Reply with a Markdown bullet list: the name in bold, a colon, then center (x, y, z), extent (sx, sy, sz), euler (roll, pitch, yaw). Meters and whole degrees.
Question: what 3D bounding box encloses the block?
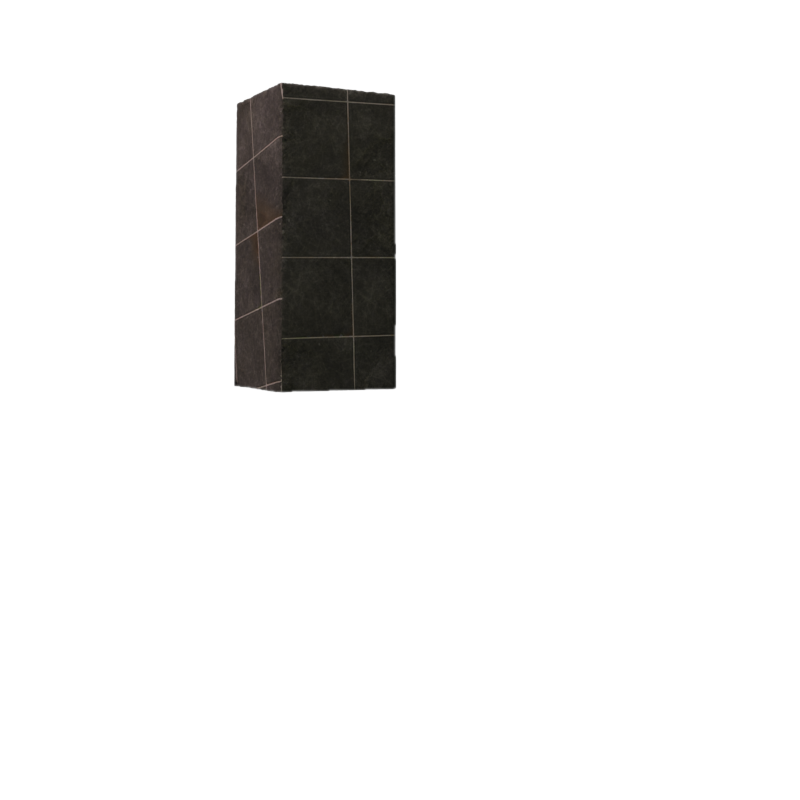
- **block**: center (-0.062, -0.113, 0.790), extent (0.088, 0.208, 0.092), euler (1, -3, -27)
